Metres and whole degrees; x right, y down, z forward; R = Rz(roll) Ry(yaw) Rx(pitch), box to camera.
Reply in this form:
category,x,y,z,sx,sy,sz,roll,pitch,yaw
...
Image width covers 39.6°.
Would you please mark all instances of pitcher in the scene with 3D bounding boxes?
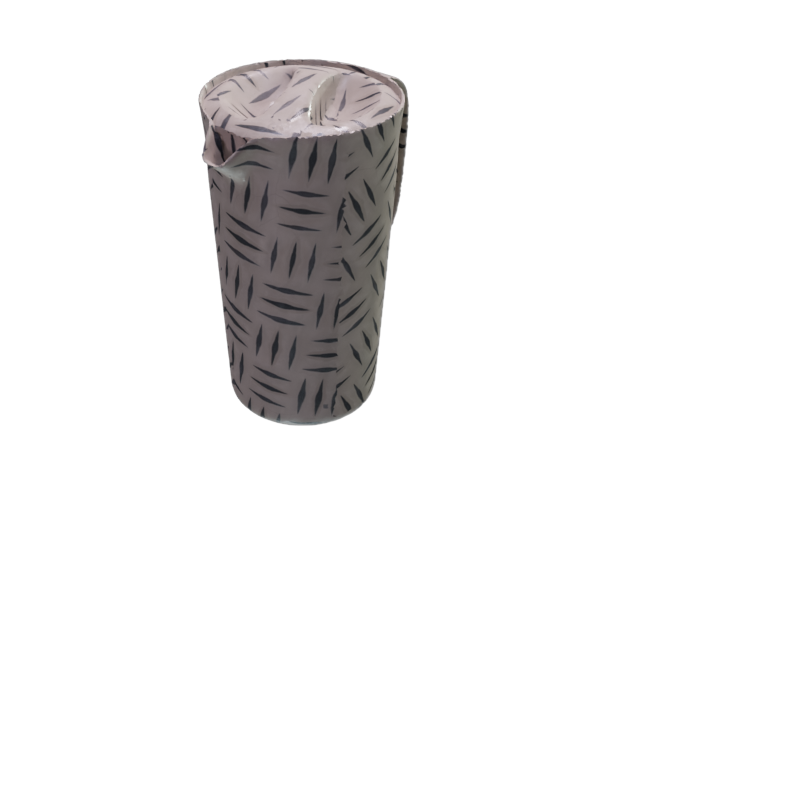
category,x,y,z,sx,sy,sz,roll,pitch,yaw
pitcher,-0.061,-0.111,0.779,0.148,0.228,0.155,-3,34,-7
